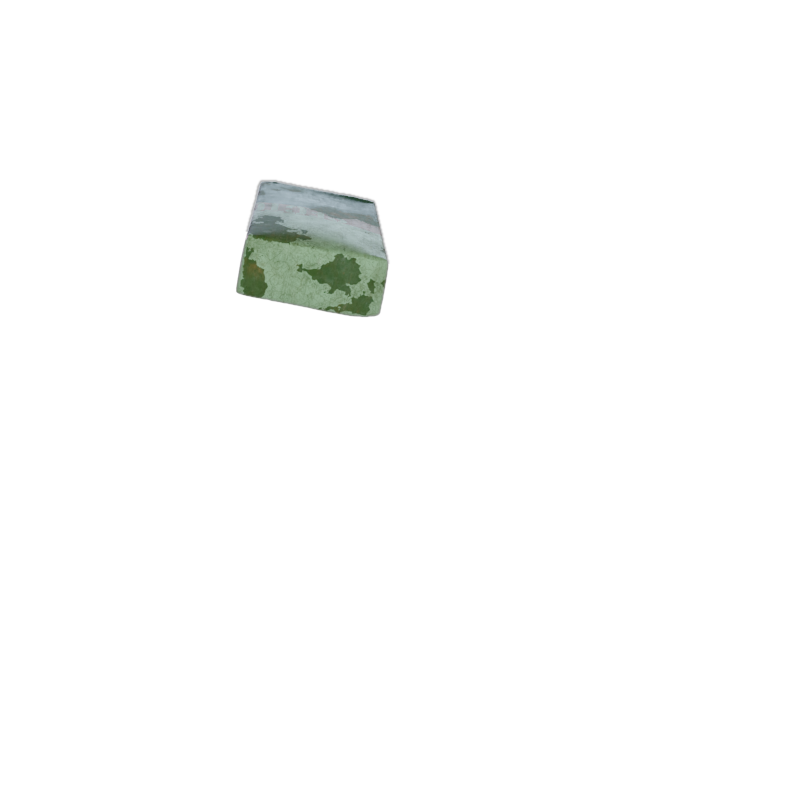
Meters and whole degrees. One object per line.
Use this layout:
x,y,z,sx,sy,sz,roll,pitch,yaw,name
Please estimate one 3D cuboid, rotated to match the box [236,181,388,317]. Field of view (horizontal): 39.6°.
-0.061,-0.111,0.773,0.092,0.046,0.185,9,23,-7,box
